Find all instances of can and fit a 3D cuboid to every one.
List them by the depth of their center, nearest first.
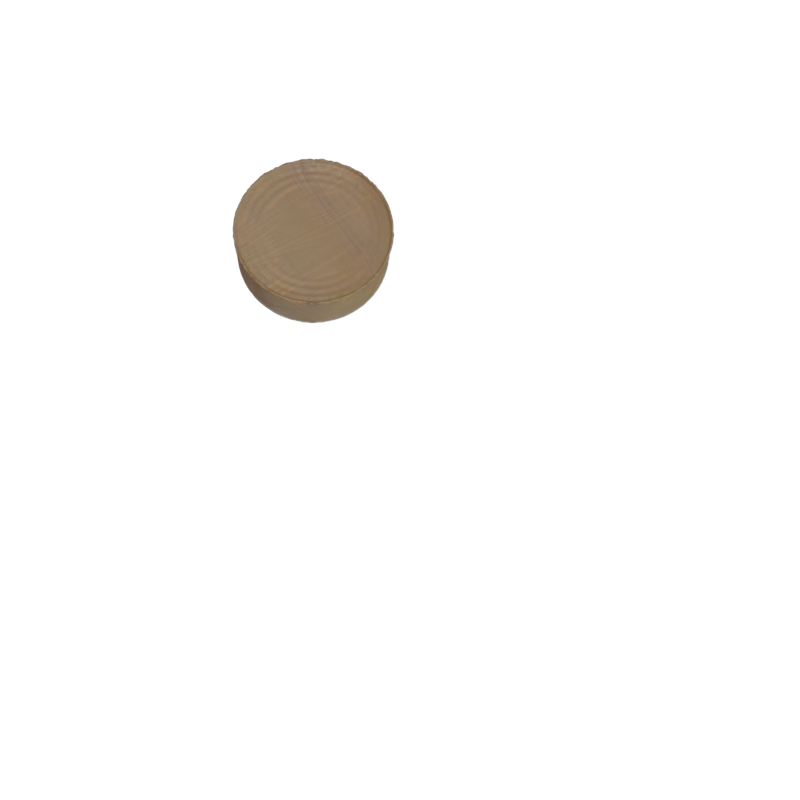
[{"bbox_3d":[-0.047,-0.086,0.603,0.086,0.091,0.032,-1,-23,-1],"label":"can"}]
